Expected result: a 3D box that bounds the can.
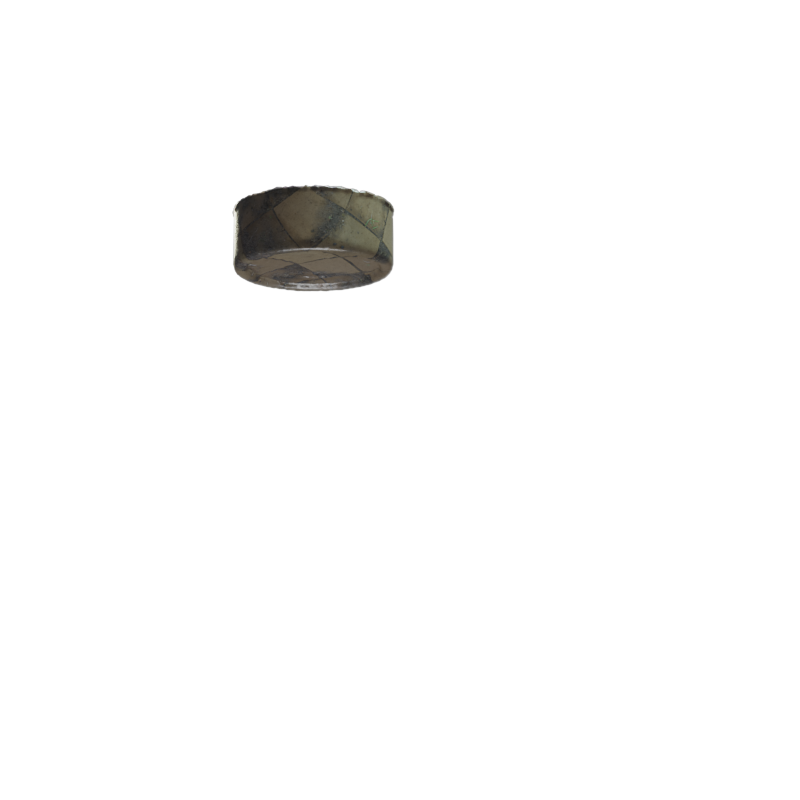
[{"bbox_3d":[-0.046,-0.084,0.585,0.086,0.035,0.083,0,-11,-2],"label":"can"}]
